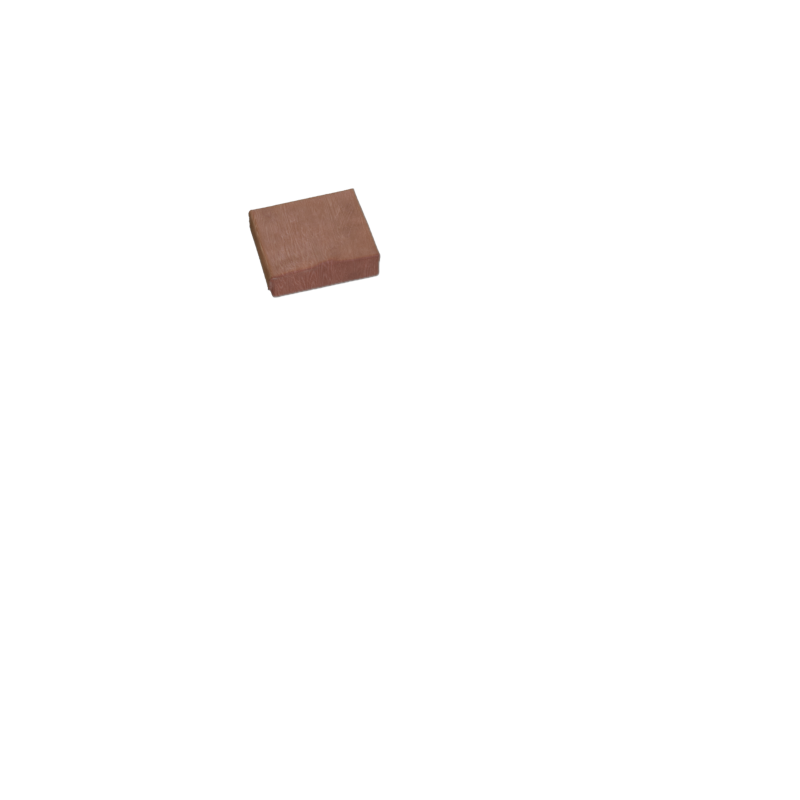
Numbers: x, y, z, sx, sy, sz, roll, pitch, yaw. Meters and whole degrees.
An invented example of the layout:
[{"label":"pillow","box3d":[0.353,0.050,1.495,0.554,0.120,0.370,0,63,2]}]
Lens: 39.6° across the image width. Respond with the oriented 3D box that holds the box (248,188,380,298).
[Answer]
[{"label":"box","box3d":[-0.068,-0.124,0.869,0.088,0.079,0.028,-13,-36,-10]}]
